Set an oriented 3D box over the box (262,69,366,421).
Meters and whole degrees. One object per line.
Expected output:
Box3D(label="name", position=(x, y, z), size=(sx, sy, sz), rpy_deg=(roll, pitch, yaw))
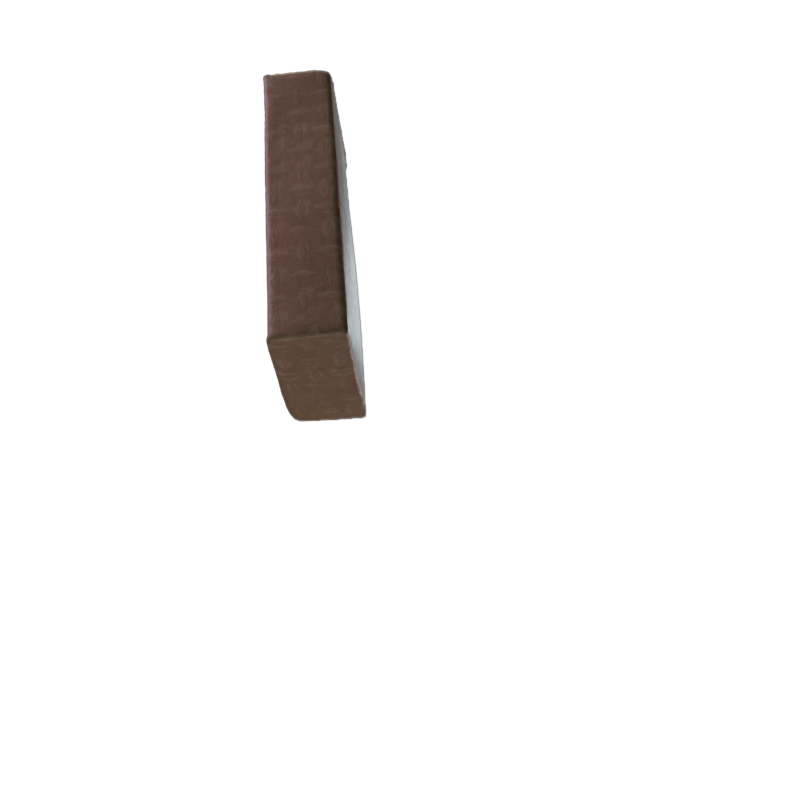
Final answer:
Box3D(label="box", position=(-0.047, -0.087, 0.607), size=(0.048, 0.188, 0.087), rpy_deg=(-4, -32, 3))
